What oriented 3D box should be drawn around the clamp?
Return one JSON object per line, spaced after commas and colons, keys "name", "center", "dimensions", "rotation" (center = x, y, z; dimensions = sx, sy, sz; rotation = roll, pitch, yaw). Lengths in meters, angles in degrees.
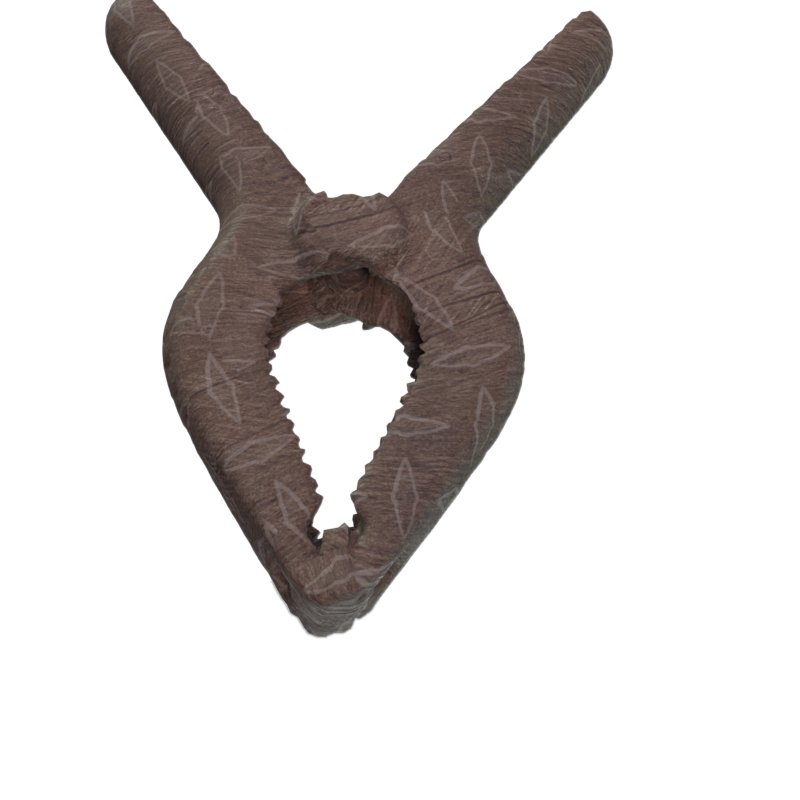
{"name": "clamp", "center": [-0.025, -0.045, 0.315], "dimensions": [0.166, 0.223, 0.034], "rotation": [7, -34, 4]}
